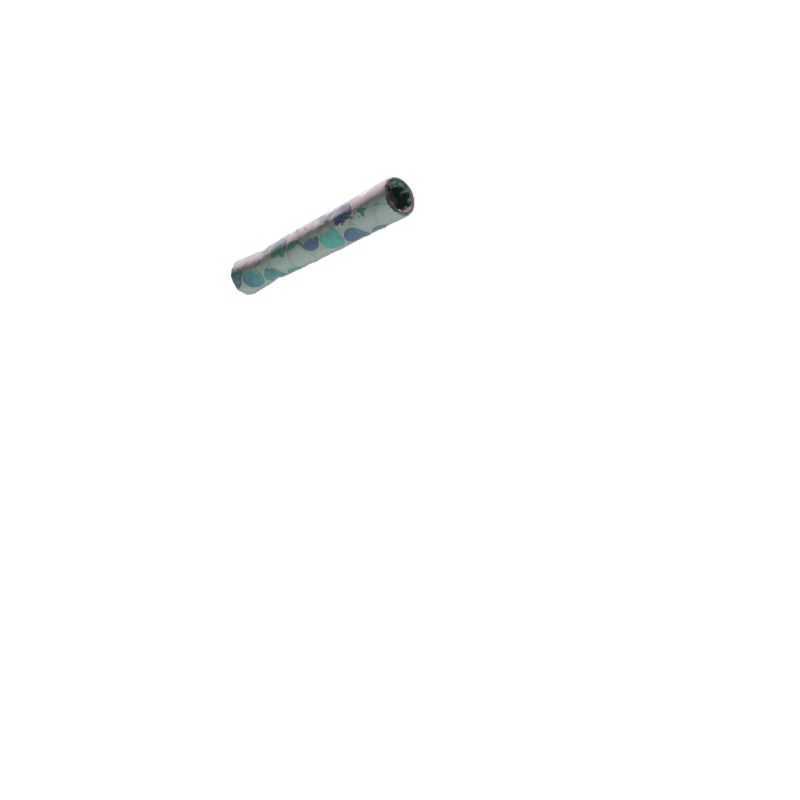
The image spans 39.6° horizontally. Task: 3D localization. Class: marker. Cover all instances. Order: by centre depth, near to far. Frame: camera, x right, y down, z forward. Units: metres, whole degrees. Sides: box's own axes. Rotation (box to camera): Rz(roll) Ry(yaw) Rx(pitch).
[{"bbox_3d":[-0.041,-0.075,0.525,0.019,0.020,0.122,-3,-11,-44],"label":"marker"}]
